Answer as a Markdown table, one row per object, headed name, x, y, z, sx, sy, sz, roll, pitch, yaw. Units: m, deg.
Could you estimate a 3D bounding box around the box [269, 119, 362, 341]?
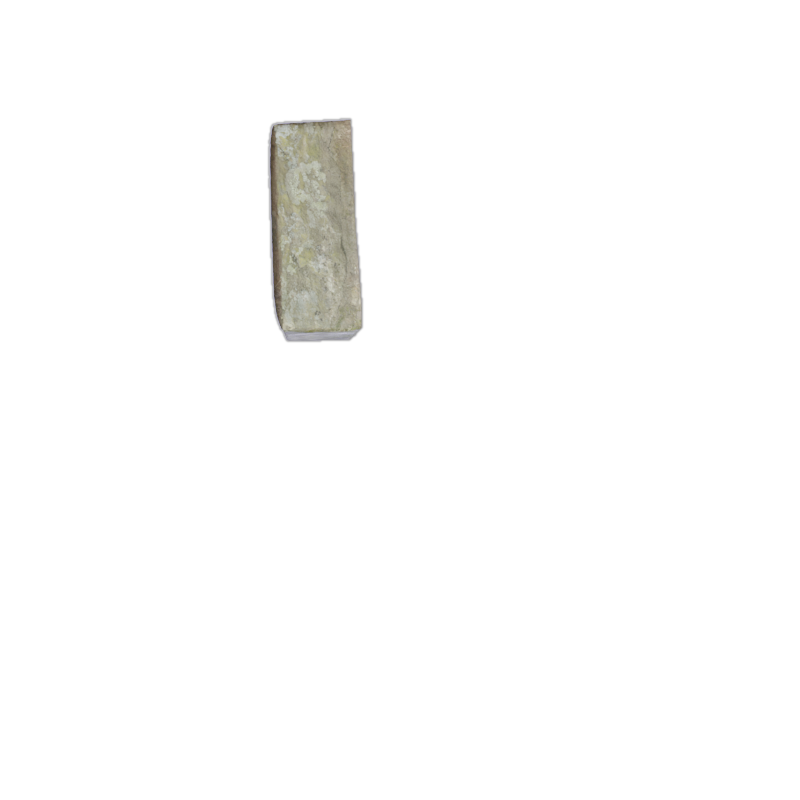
| name | x | y | z | sx | sy | sz | roll | pitch | yaw |
| --- | --- | --- | --- | --- | --- | --- | --- | --- | --- |
| box | -0.074 | -0.135 | 0.945 | 0.072 | 0.166 | 0.212 | -3 | -2 | -4 |
